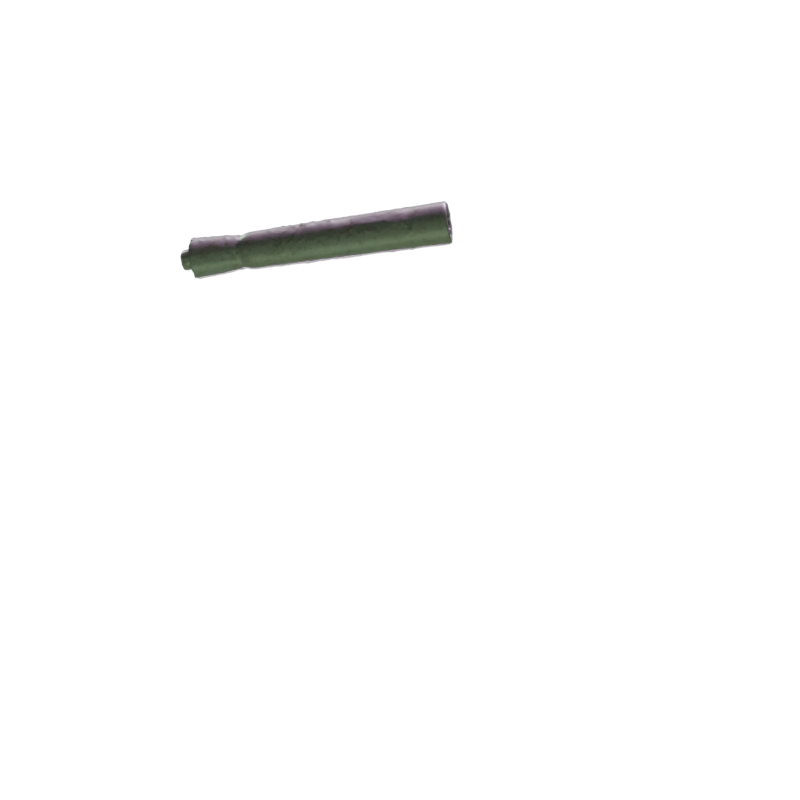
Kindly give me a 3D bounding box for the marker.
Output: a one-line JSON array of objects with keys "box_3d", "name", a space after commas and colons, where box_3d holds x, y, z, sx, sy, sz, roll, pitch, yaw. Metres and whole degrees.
[{"box_3d": [-0.038, -0.070, 0.488, 0.122, 0.020, 0.020, -6, 3, 12], "name": "marker"}]
